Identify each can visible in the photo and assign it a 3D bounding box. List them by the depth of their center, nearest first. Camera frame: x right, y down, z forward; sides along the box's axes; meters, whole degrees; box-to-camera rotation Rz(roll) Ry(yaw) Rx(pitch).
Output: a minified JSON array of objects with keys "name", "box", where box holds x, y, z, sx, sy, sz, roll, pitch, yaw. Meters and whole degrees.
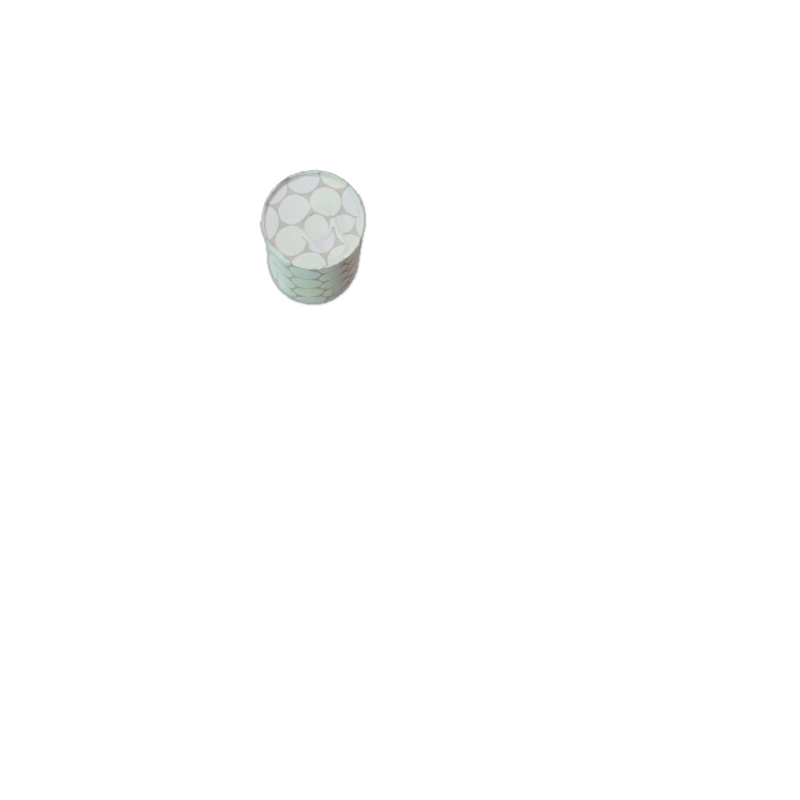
[{"name":"can","box":[-0.060,-0.110,0.767,0.068,0.071,0.099,0,-12,-3]}]
